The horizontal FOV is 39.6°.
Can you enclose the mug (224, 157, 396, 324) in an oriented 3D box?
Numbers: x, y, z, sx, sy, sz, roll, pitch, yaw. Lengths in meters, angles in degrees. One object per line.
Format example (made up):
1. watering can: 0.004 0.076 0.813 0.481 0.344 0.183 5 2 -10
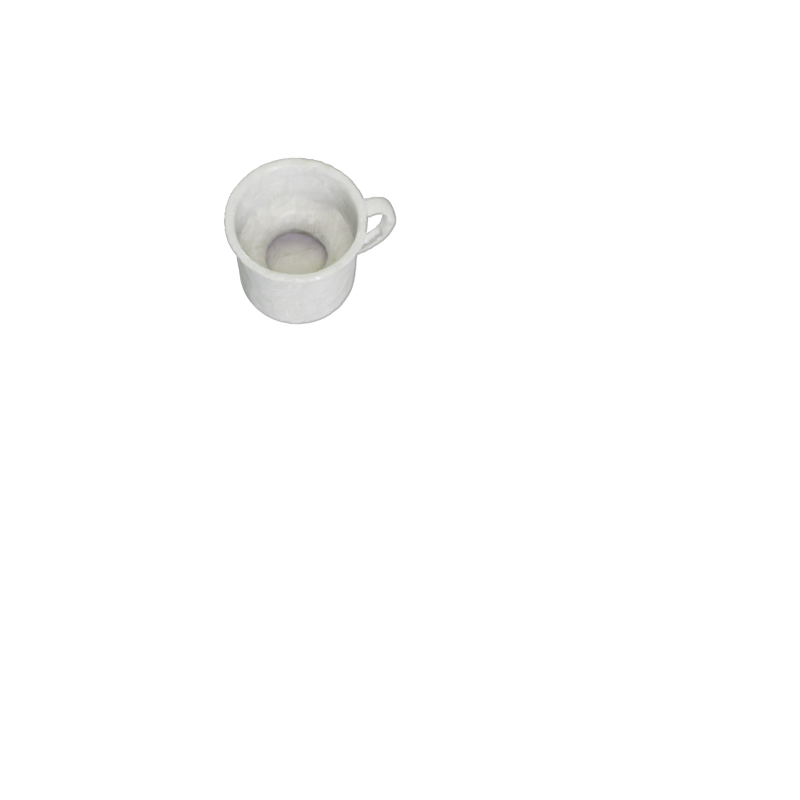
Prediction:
1. mug: -0.059 -0.107 0.750 0.116 0.099 0.077 -21 -23 -11
